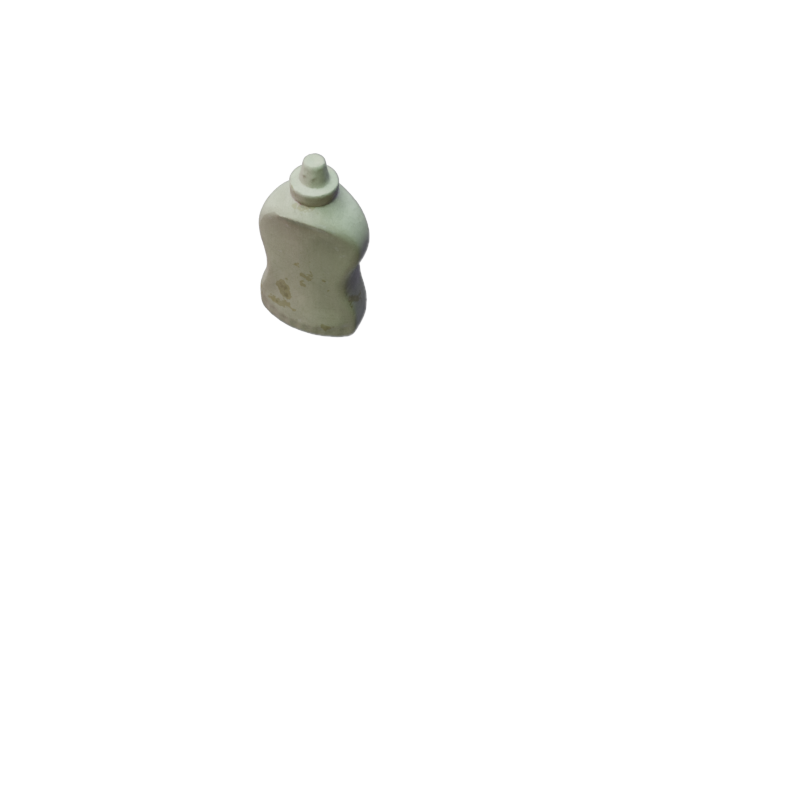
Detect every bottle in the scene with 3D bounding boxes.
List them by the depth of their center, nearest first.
[{"bbox_3d":[-0.075,-0.137,0.958,0.099,0.061,0.179,22,-36,13],"label":"bottle"}]
